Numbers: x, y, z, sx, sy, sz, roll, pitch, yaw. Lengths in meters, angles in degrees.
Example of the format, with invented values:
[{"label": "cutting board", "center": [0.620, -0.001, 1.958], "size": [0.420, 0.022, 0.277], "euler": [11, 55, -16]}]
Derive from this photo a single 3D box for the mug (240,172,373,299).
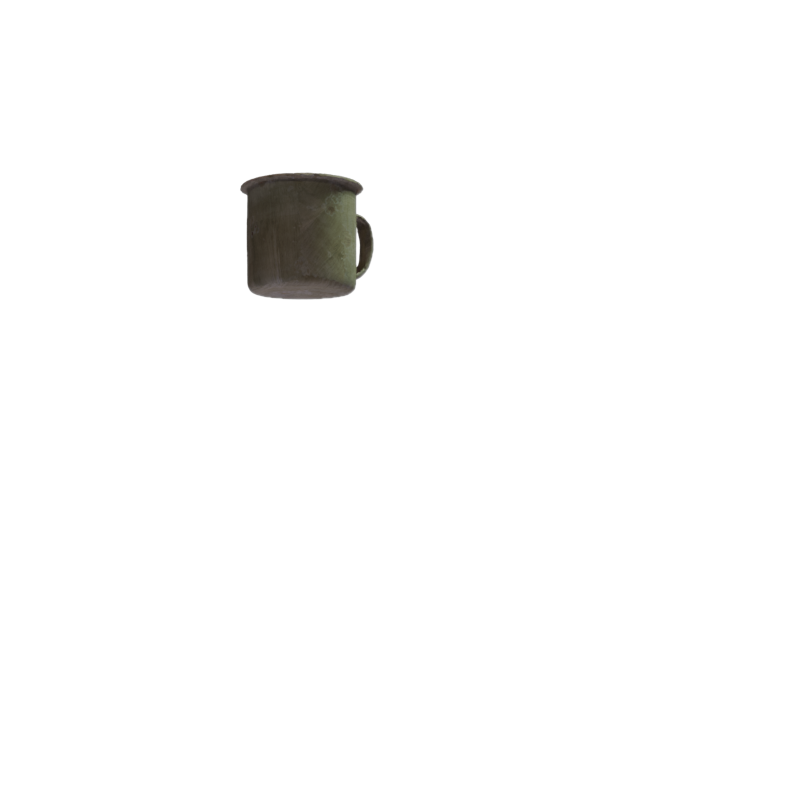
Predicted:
[{"label": "mug", "center": [-0.066, -0.120, 0.841], "size": [0.096, 0.083, 0.112], "euler": [-6, -8, 44]}]
